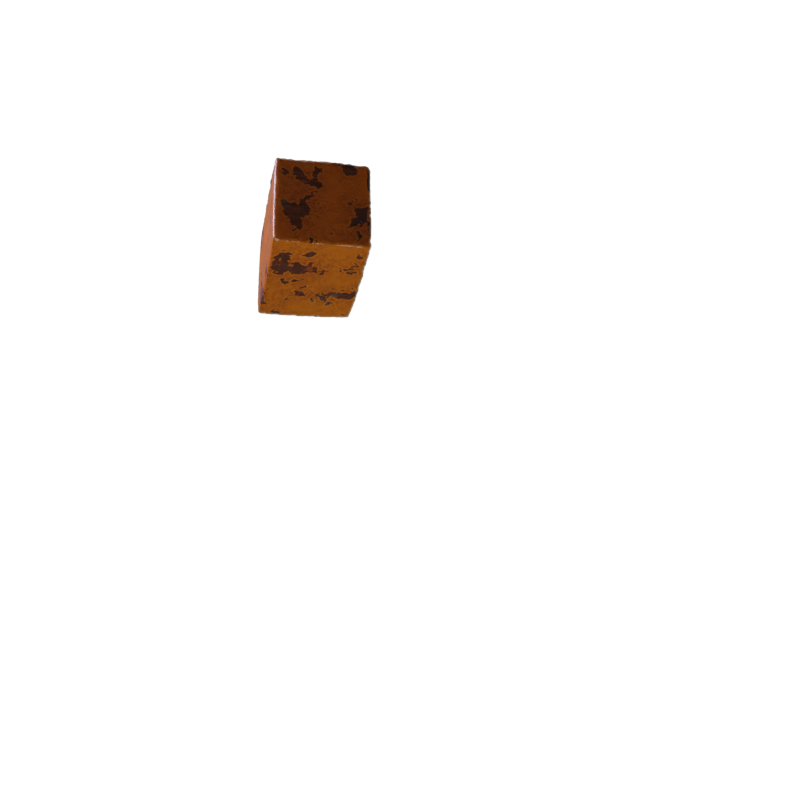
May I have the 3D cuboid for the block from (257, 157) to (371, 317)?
[{"bbox_3d":[-0.047,-0.086,0.601,0.052,0.055,0.074,5,-29,-10],"label":"block"}]
